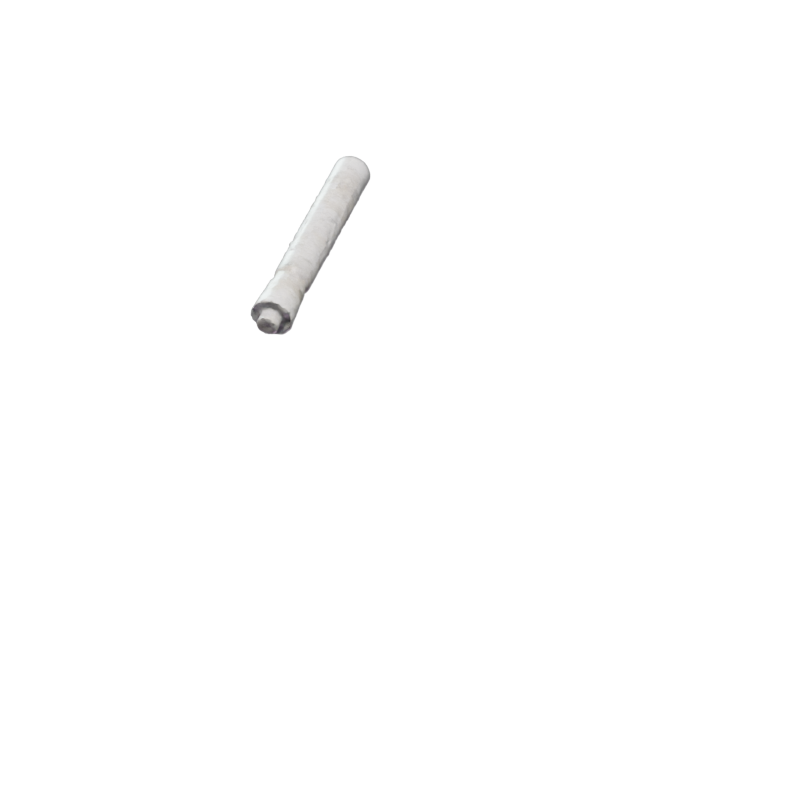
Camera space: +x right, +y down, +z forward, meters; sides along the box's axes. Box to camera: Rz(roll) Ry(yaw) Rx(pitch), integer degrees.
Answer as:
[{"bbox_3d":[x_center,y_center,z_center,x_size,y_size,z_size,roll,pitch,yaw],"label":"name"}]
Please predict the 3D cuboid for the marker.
[{"bbox_3d":[-0.040,-0.072,0.506,0.020,0.018,0.127,0,41,20],"label":"marker"}]
